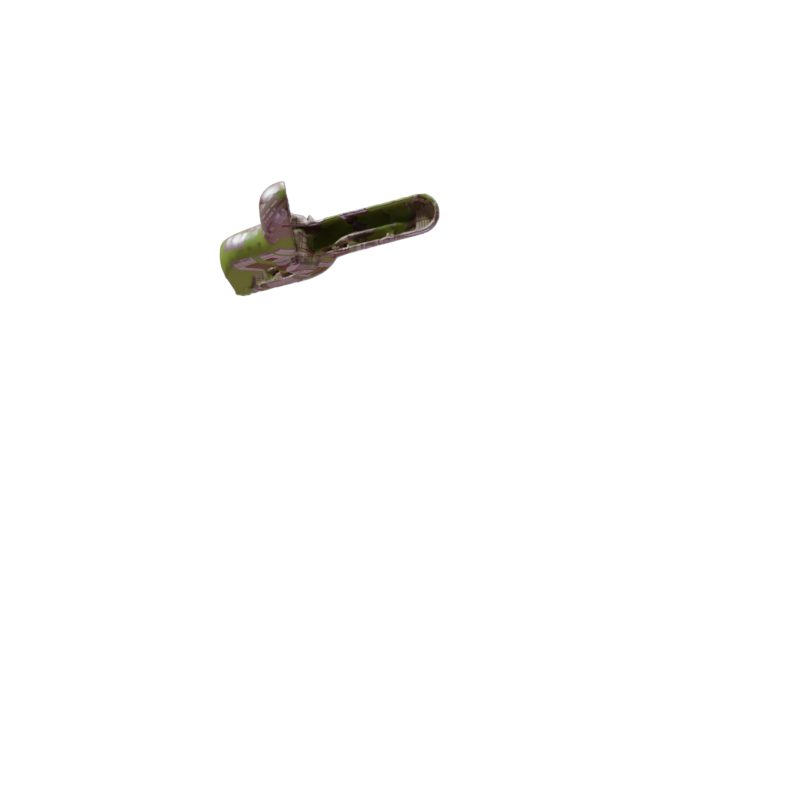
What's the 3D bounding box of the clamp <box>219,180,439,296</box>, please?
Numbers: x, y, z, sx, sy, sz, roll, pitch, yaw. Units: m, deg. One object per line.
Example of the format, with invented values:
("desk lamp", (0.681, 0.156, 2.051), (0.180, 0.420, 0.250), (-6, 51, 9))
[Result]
("clamp", (-0.056, -0.103, 0.719), (0.116, 0.040, 0.172), (4, -10, -24))
